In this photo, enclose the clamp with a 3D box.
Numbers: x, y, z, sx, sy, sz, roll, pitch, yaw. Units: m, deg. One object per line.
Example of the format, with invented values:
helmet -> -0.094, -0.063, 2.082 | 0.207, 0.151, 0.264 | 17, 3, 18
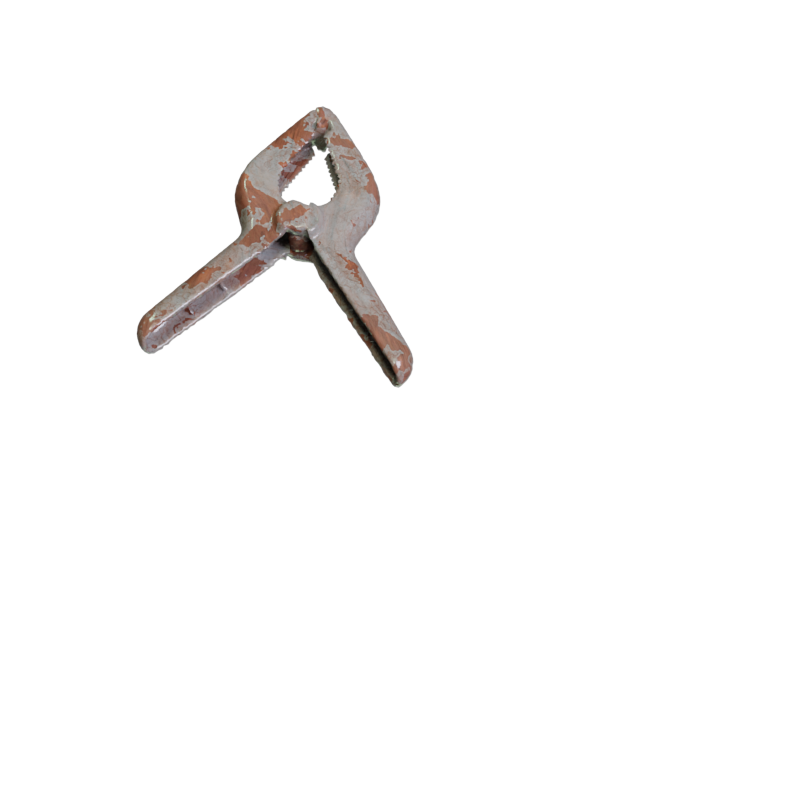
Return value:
clamp -> -0.055, -0.101, 0.705 | 0.167, 0.221, 0.034 | 12, -34, 8
